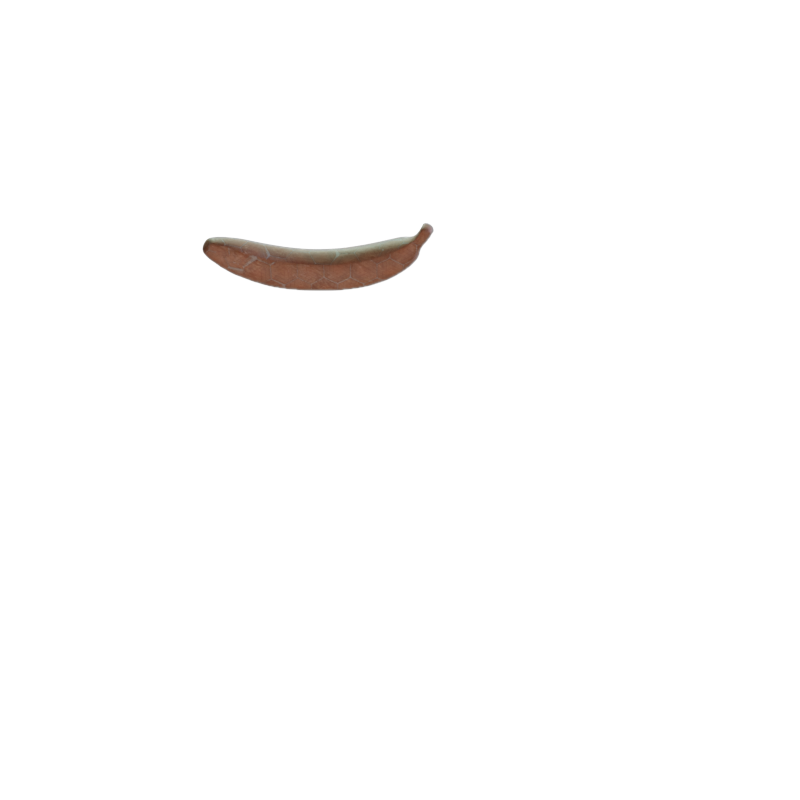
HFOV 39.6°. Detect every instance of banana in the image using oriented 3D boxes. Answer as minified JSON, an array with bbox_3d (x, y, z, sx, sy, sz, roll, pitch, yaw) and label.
[{"bbox_3d":[-0.070,-0.124,0.966,0.198,0.064,0.039,-5,42,4],"label":"banana"}]
